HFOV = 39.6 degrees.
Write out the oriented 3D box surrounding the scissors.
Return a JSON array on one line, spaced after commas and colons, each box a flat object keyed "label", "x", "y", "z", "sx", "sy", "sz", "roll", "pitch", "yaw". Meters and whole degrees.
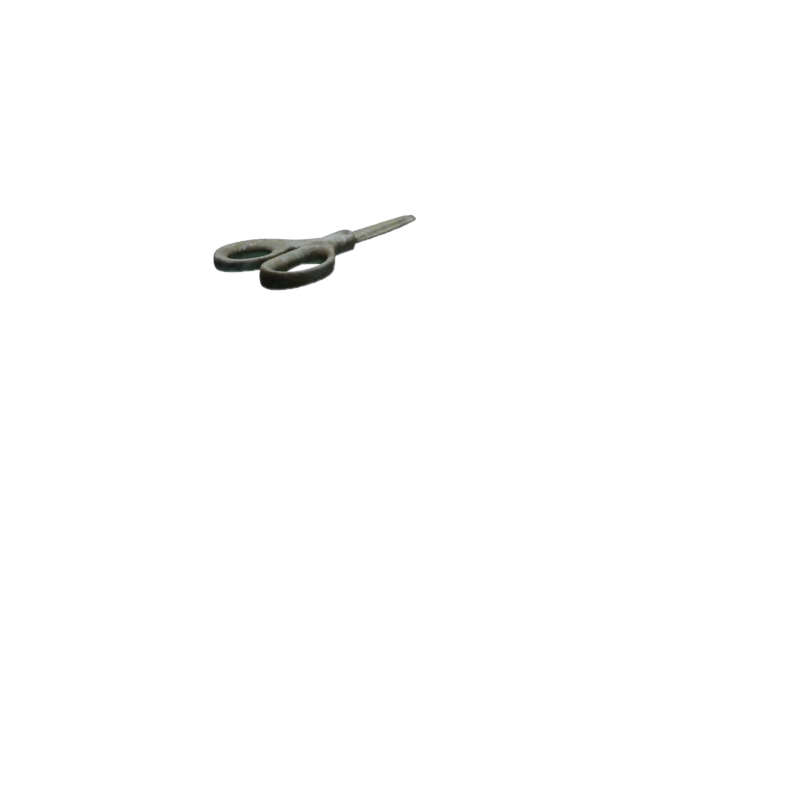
[{"label": "scissors", "x": -0.064, "y": -0.118, "z": 0.823, "sx": 0.099, "sy": 0.015, "sz": 0.204, "roll": 8, "pitch": 24, "yaw": 18}]
